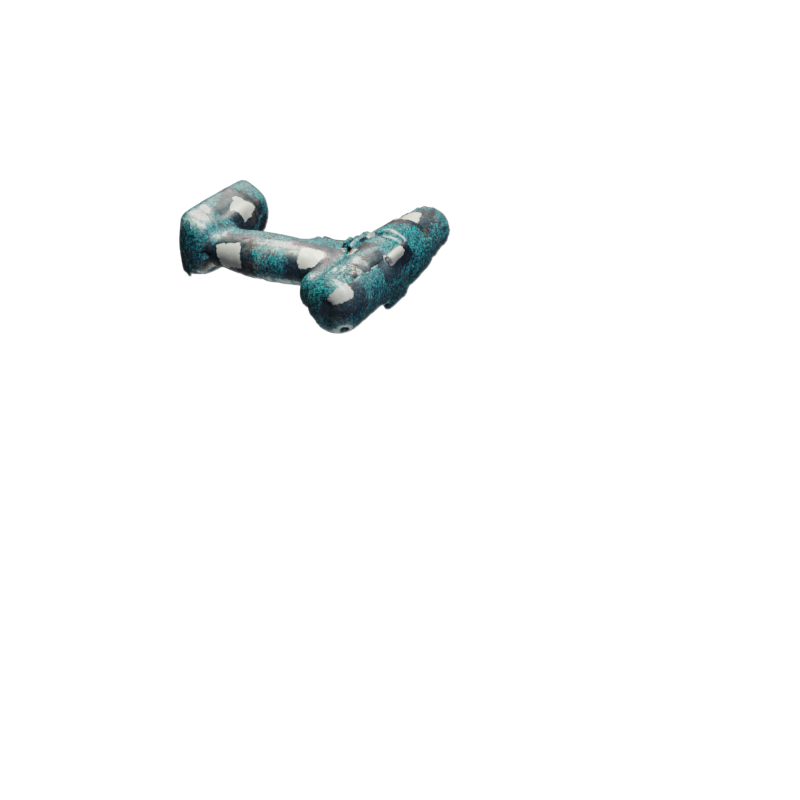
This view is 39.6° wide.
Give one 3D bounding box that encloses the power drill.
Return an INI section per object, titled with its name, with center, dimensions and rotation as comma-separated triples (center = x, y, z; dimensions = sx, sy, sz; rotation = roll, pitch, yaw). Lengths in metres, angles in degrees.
[power drill]
center = -0.071, -0.130, 0.909
dimensions = 0.196, 0.054, 0.187
rotation = 16, 34, 25
